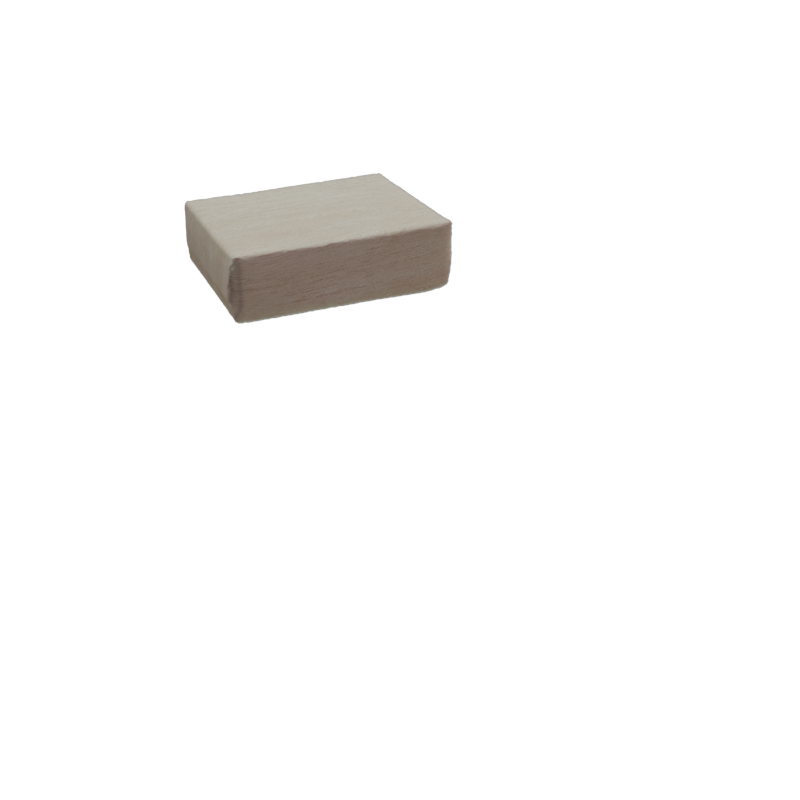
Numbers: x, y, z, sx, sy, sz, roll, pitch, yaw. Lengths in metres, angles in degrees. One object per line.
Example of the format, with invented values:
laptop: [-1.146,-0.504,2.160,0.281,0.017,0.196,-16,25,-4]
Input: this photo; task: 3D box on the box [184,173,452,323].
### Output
box: [-0.043,-0.079,0.555,0.111,0.037,0.096,-10,29,-20]
